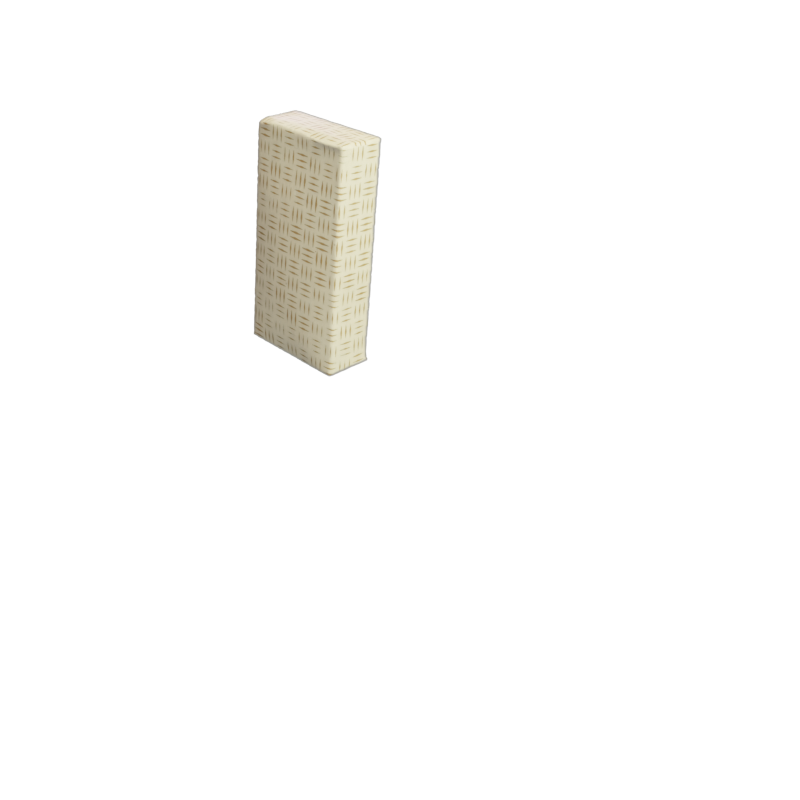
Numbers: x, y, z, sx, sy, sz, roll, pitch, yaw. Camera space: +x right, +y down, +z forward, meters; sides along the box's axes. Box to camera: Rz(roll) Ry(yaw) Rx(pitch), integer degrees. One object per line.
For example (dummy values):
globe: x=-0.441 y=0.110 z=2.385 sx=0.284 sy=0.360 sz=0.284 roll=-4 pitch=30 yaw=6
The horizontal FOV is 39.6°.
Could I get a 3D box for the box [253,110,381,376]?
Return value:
box: x=-0.064 y=-0.116 z=0.816 sx=0.047 sy=0.167 sz=0.099 roll=-20 pitch=32 yaw=-39
